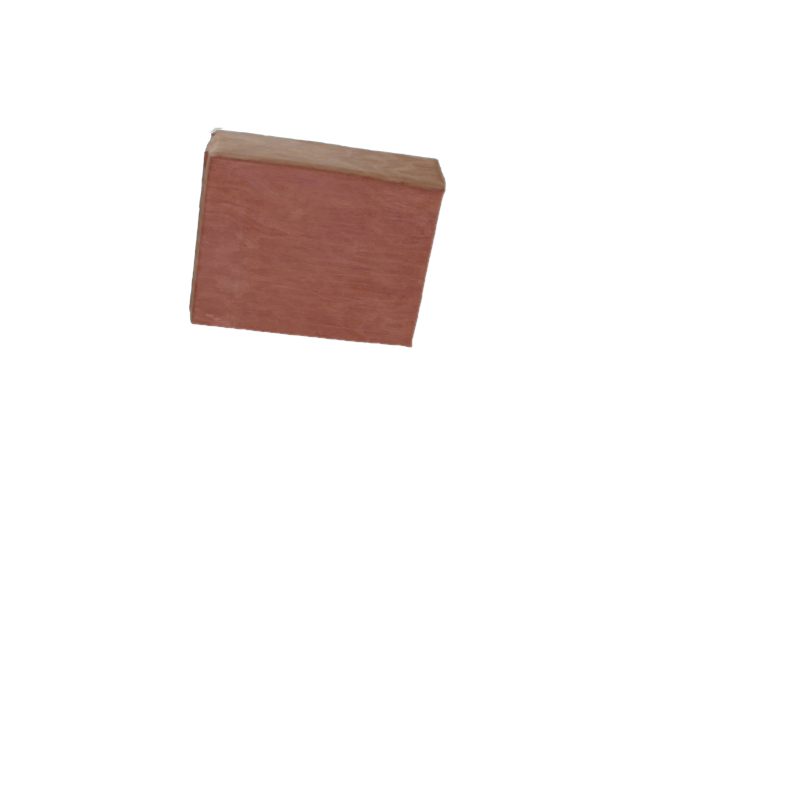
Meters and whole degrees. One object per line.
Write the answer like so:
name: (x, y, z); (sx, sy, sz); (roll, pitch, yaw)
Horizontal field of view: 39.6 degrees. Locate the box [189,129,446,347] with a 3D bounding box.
box: (-0.042, -0.076, 0.534); (0.113, 0.085, 0.041); (8, 27, -5)
